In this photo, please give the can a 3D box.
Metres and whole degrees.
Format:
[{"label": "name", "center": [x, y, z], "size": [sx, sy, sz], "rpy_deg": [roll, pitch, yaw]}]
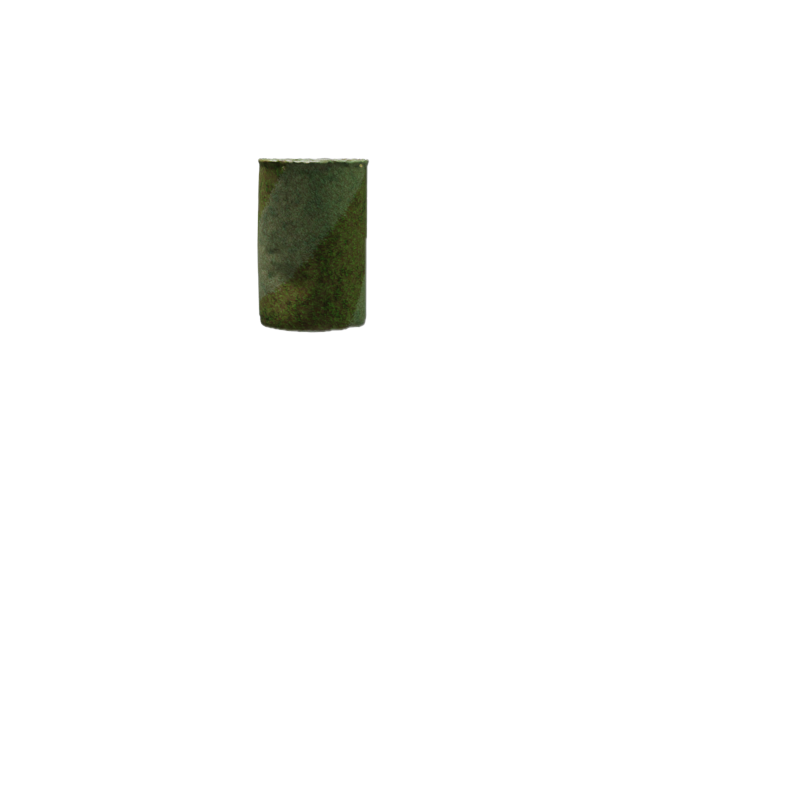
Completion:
[{"label": "can", "center": [-0.053, -0.097, 0.681], "size": [0.068, 0.101, 0.070], "rpy_deg": [0, 8, -2]}]
